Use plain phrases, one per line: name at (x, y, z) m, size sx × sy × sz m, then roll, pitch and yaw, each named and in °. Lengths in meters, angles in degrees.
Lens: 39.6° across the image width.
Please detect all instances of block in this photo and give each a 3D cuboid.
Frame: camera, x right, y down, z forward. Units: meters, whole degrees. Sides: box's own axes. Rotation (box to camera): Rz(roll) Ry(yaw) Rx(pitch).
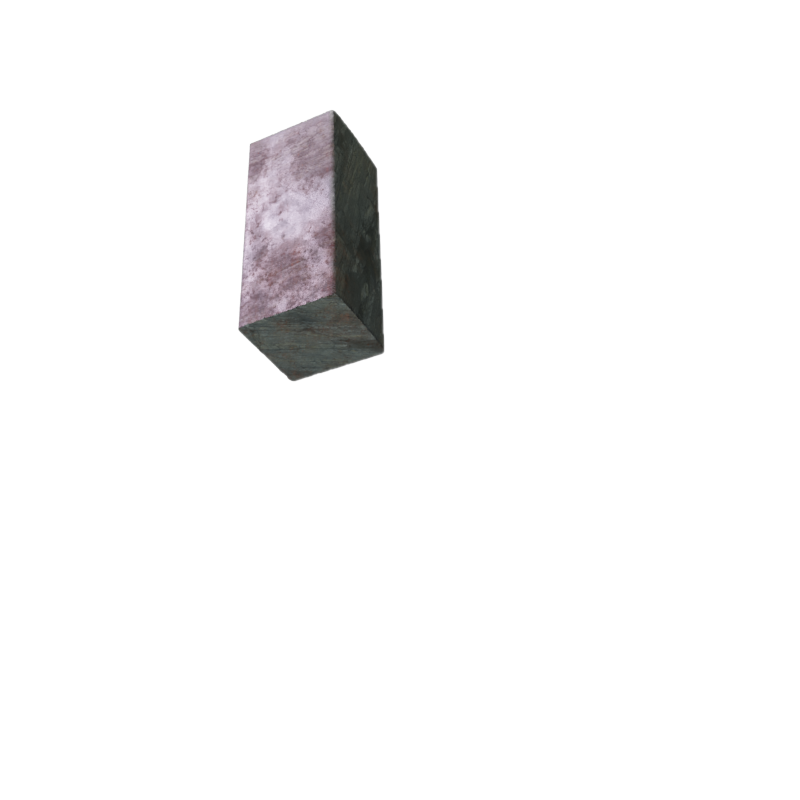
block at (-0.073, -0.135, 0.945) m, size 0.091 × 0.221 × 0.083 m, roll -19°, pitch -40°, yaw 20°
